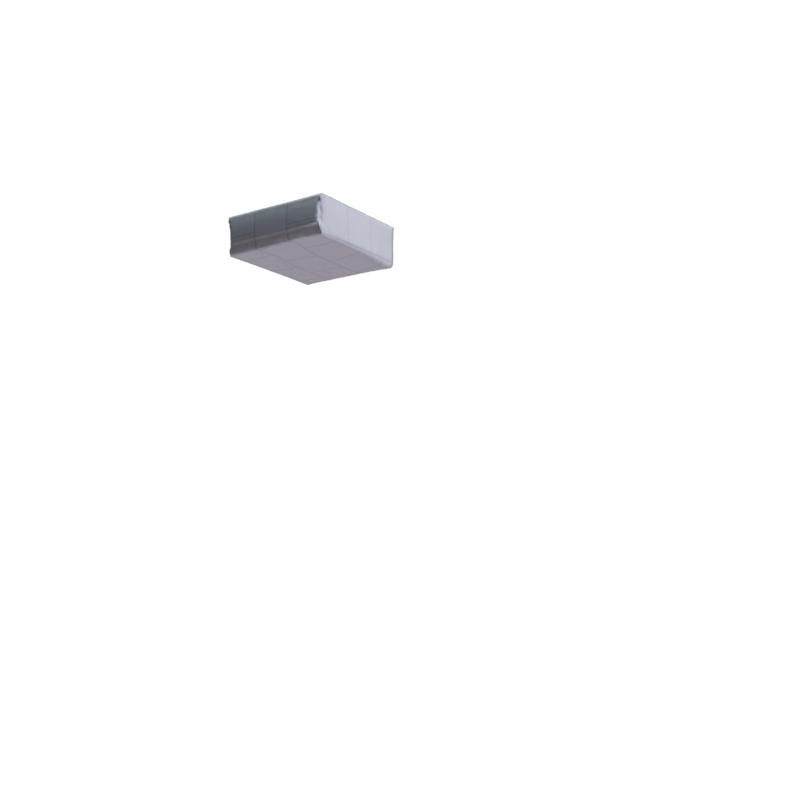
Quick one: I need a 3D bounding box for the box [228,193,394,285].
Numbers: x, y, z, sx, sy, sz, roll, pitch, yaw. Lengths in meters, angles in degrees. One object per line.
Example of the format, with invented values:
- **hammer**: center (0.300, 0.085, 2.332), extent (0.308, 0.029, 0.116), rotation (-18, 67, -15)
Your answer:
- **box**: center (-0.070, -0.127, 0.892), extent (0.092, 0.040, 0.107), rotation (-8, -14, 31)
